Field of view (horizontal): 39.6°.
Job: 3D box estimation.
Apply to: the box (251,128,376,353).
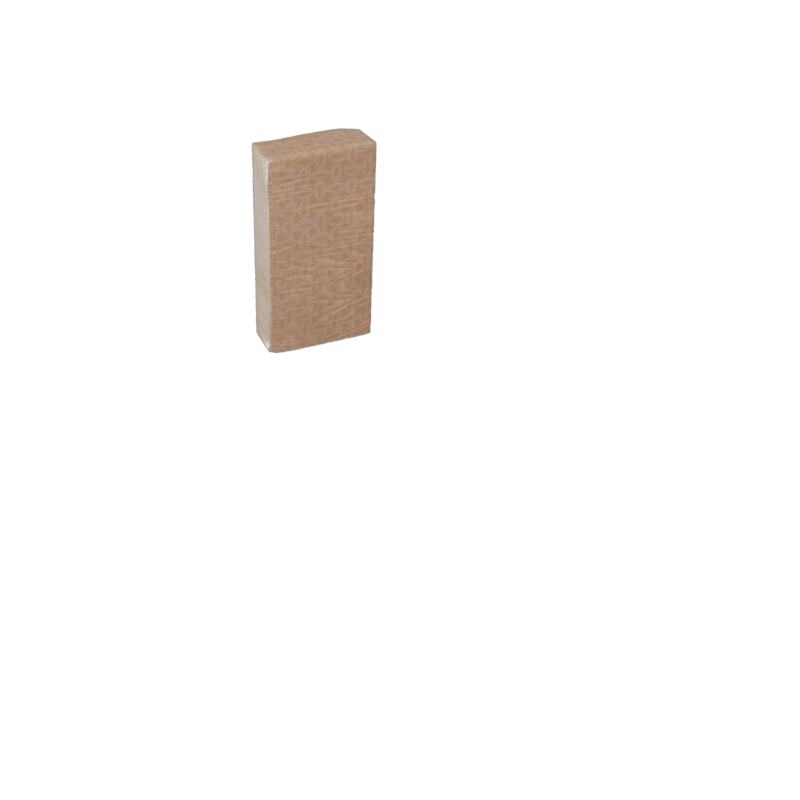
[{"bbox_3d":[-0.070,-0.128,0.895,0.092,0.166,0.052,-11,31,-23],"label":"box"}]
